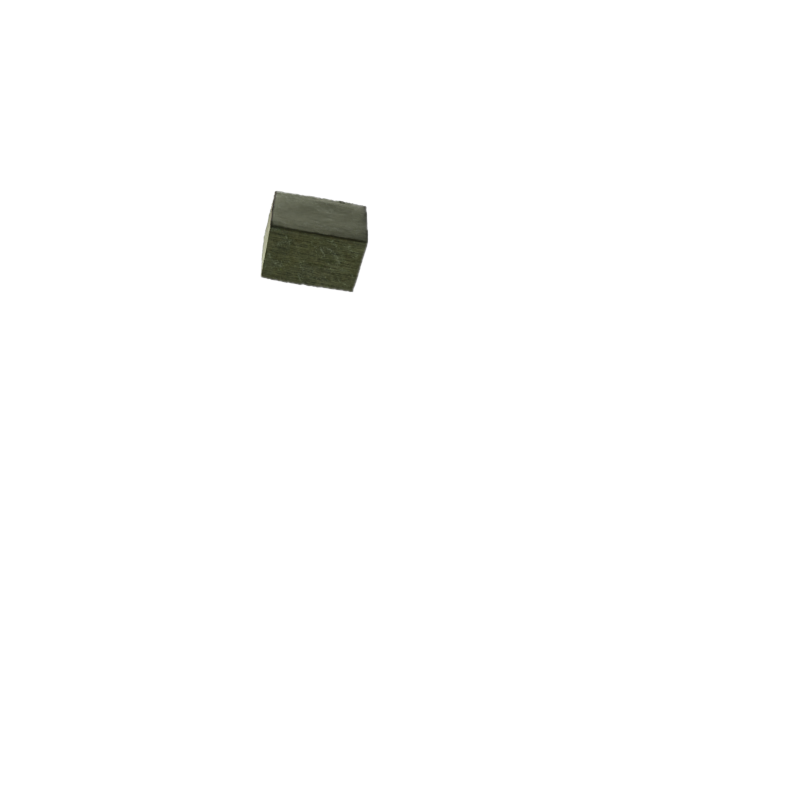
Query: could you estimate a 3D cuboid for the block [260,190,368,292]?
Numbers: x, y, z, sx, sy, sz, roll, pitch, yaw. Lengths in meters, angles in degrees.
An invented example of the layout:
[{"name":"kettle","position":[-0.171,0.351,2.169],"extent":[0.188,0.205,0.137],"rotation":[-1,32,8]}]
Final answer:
[{"name":"block","position":[-0.069,-0.126,0.879],"extent":[0.077,0.050,0.055],"rotation":[9,40,-9]}]
